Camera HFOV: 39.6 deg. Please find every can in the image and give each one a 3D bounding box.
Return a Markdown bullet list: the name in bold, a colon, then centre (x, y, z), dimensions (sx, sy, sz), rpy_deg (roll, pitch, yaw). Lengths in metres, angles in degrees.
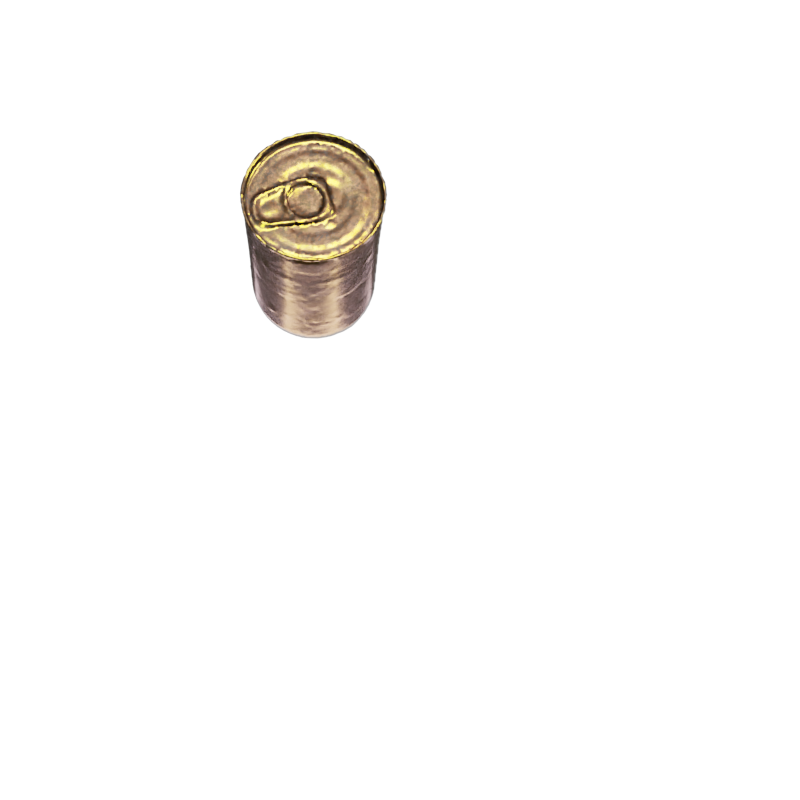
- **can**: centre (-0.044, -0.080, 0.558), dimensions (0.068, 0.072, 0.097), rpy_deg (0, -21, -3)
